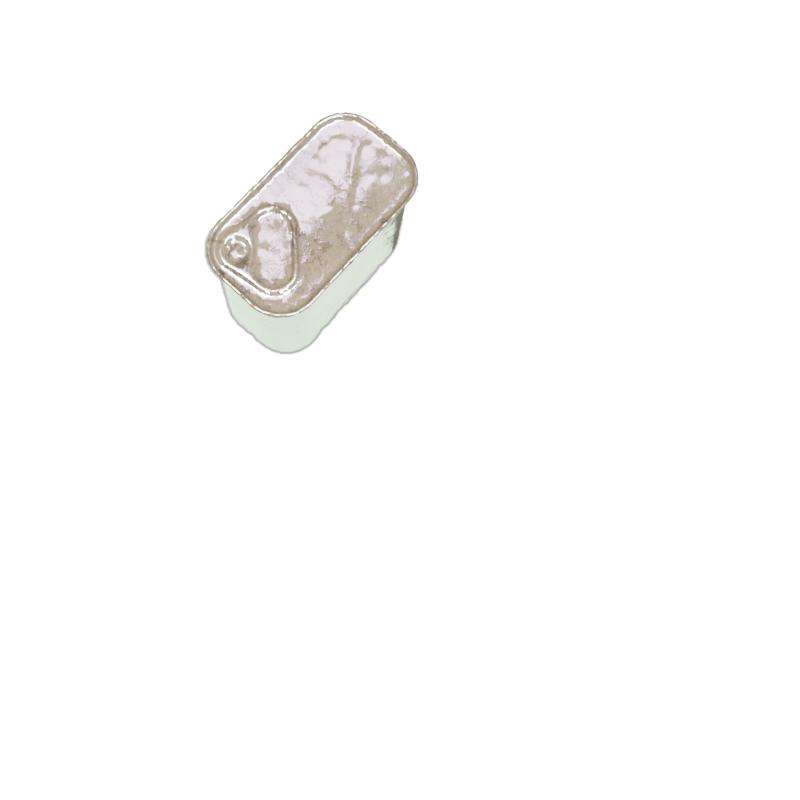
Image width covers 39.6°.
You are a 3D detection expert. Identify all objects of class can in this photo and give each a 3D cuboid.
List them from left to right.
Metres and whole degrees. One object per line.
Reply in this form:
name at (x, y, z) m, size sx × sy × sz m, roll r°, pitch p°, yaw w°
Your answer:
can at (-0.042, -0.076, 0.535) m, size 0.059 × 0.103 × 0.081 m, roll 40°, pitch -13°, yaw 7°
